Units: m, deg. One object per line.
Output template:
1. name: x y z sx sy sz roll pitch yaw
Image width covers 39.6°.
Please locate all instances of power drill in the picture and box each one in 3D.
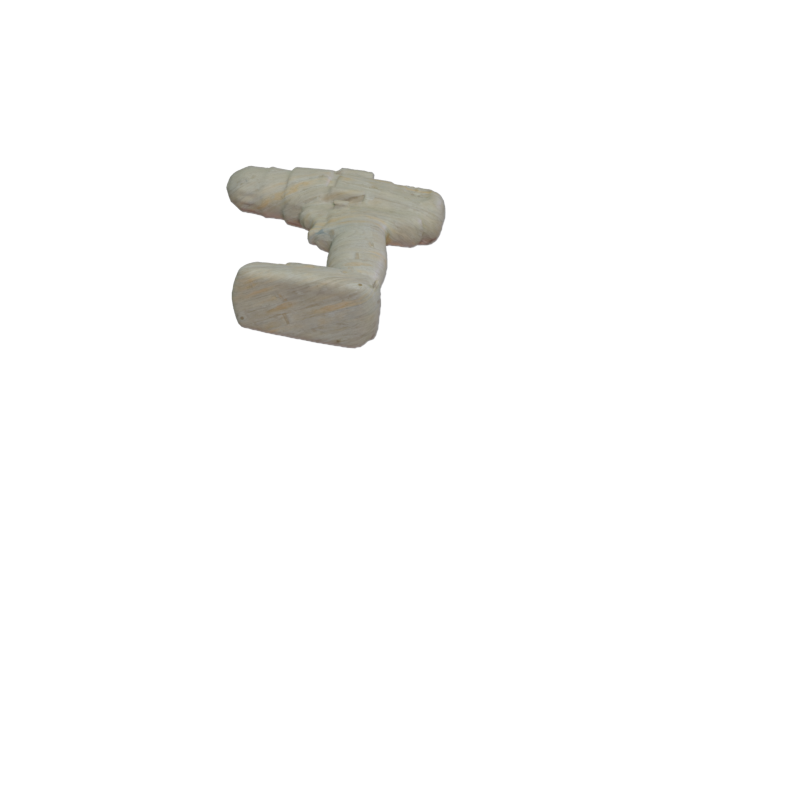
1. power drill: -0.067 -0.123 0.861 0.188 0.054 0.197 8 38 10
